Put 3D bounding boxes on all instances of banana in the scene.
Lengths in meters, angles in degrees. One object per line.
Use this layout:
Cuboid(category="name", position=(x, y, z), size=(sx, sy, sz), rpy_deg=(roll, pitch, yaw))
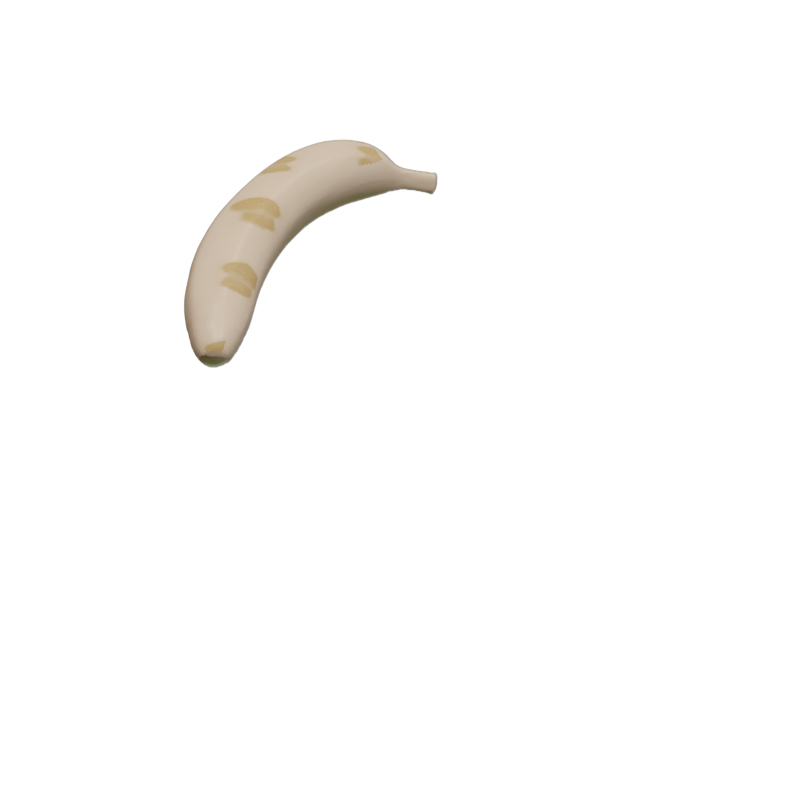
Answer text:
Cuboid(category="banana", position=(-0.057, -0.089, 0.567), size=(0.073, 0.034, 0.202), rpy_deg=(23, 46, 23))
